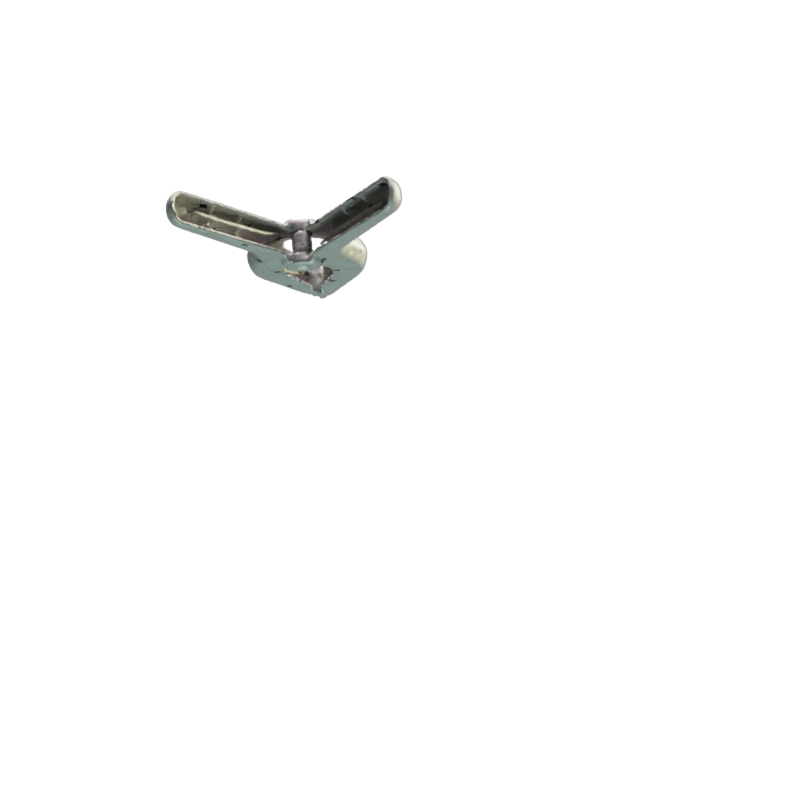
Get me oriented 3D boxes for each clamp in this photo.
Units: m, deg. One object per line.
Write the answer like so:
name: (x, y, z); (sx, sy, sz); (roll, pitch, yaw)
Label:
clamp: (-0.066, -0.121, 0.845); (0.167, 0.038, 0.199); (-3, -12, 12)
